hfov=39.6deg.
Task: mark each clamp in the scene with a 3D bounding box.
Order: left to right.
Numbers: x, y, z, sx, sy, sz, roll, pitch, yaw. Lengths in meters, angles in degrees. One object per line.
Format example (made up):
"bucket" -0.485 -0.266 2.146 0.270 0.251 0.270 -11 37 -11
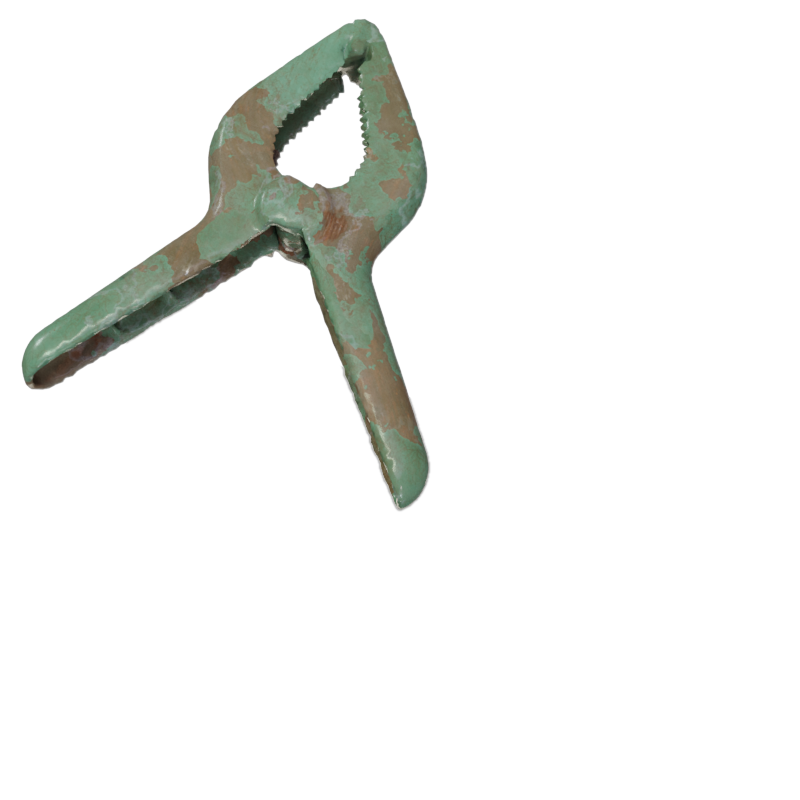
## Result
"clamp" -0.036 -0.066 0.463 0.168 0.217 0.034 22 -23 10
